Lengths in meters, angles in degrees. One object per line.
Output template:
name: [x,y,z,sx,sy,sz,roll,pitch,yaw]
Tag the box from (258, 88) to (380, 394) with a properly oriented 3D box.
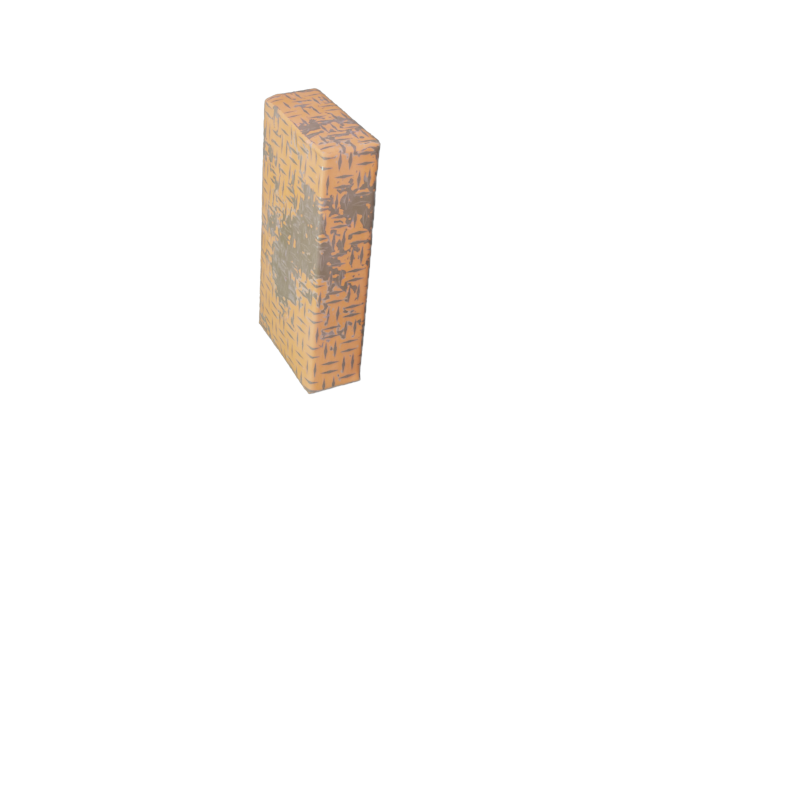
box: [-0.057,-0.103,0.718,0.047,0.165,0.101,-13,36,-23]
